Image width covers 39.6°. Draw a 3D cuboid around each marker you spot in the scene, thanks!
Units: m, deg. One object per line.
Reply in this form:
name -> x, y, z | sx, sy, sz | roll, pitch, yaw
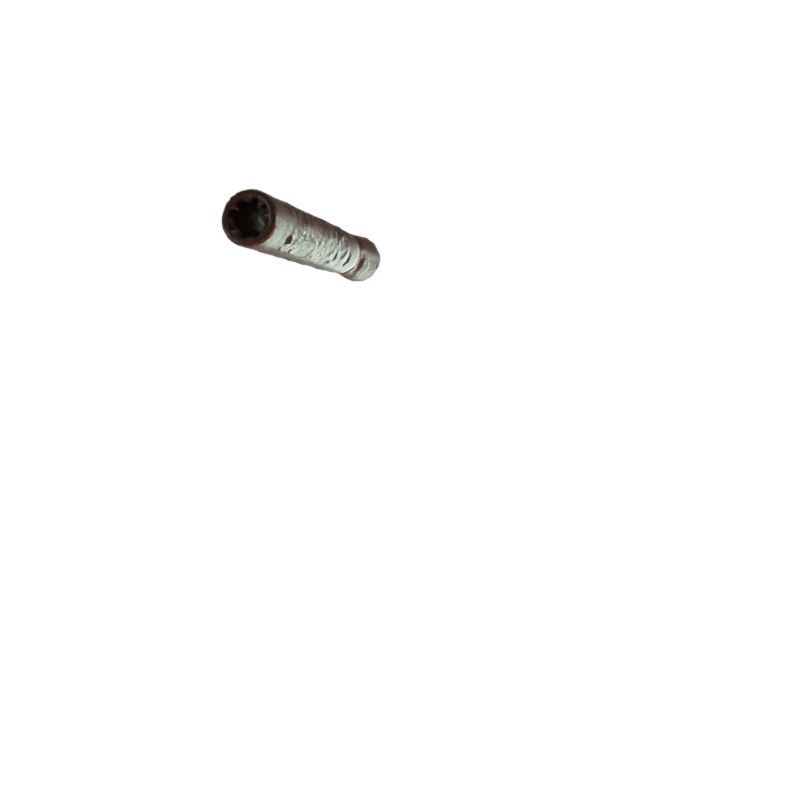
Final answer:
marker -> -0.032, -0.058, 0.404 | 0.020, 0.020, 0.117 | 1, 0, 16
